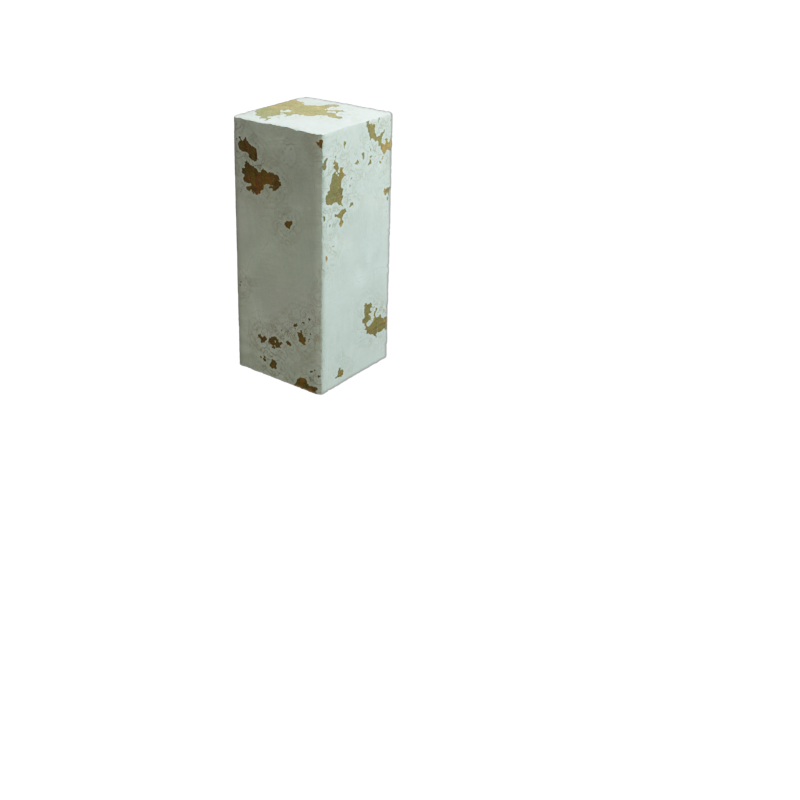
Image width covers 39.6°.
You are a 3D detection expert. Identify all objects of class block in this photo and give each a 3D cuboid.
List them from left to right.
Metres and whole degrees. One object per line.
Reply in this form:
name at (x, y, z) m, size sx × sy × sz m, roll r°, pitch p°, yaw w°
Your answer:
block at (-0.069, -0.125, 0.872) m, size 0.095 × 0.196 × 0.090 m, roll 17°, pitch 27°, yaw 33°
